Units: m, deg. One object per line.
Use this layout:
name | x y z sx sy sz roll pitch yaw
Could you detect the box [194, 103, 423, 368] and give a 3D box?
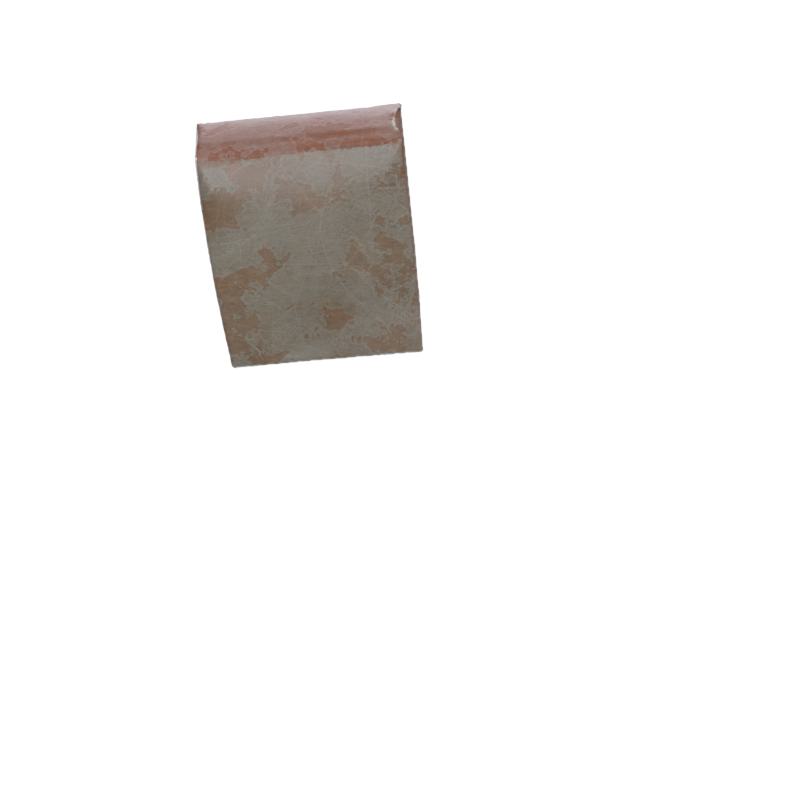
box | -0.038 -0.070 0.489 0.090 0.106 0.042 -5 37 3
